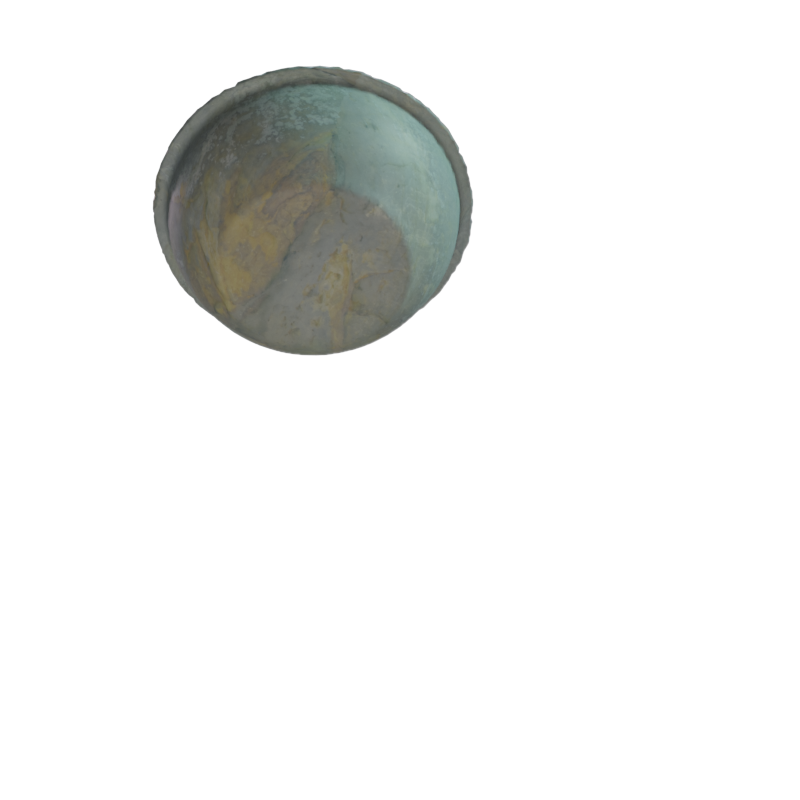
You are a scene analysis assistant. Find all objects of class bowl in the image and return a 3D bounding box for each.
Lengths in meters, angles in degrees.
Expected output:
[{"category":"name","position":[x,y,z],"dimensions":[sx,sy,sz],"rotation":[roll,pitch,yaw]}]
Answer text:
[{"category":"bowl","position":[-0.042,-0.077,0.538],"dimensions":[0.162,0.152,0.059],"rotation":[1,34,-1]}]
